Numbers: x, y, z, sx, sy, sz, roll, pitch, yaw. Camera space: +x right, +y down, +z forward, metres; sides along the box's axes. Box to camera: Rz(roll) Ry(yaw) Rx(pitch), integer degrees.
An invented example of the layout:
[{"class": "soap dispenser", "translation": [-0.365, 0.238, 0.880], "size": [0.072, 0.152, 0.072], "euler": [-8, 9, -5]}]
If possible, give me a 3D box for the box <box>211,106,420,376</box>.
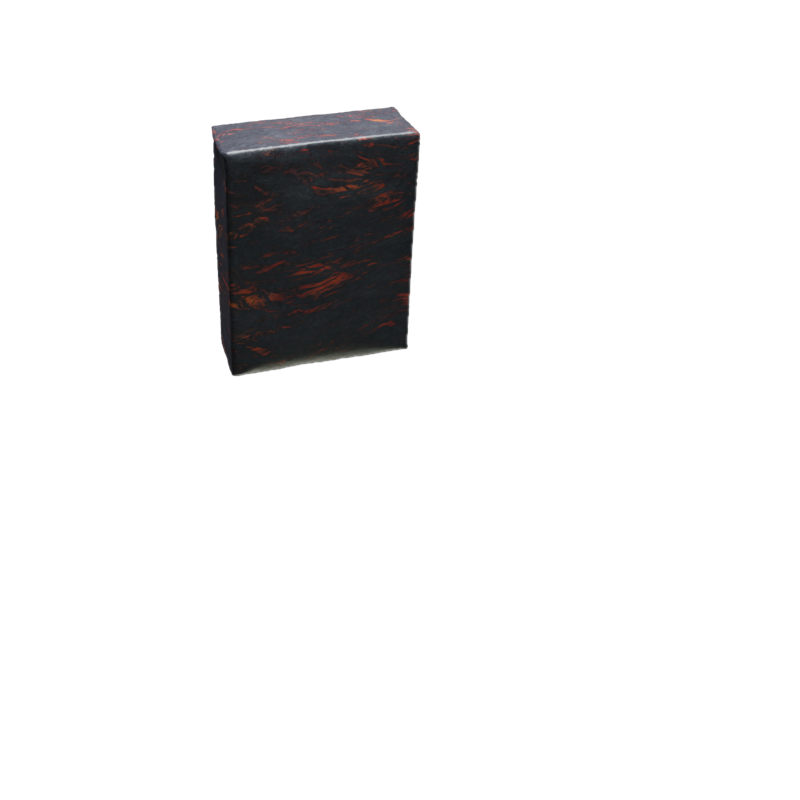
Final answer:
[{"class": "box", "translation": [-0.075, -0.136, 0.952], "size": [0.162, 0.201, 0.077], "euler": [-8, 32, -15]}]
